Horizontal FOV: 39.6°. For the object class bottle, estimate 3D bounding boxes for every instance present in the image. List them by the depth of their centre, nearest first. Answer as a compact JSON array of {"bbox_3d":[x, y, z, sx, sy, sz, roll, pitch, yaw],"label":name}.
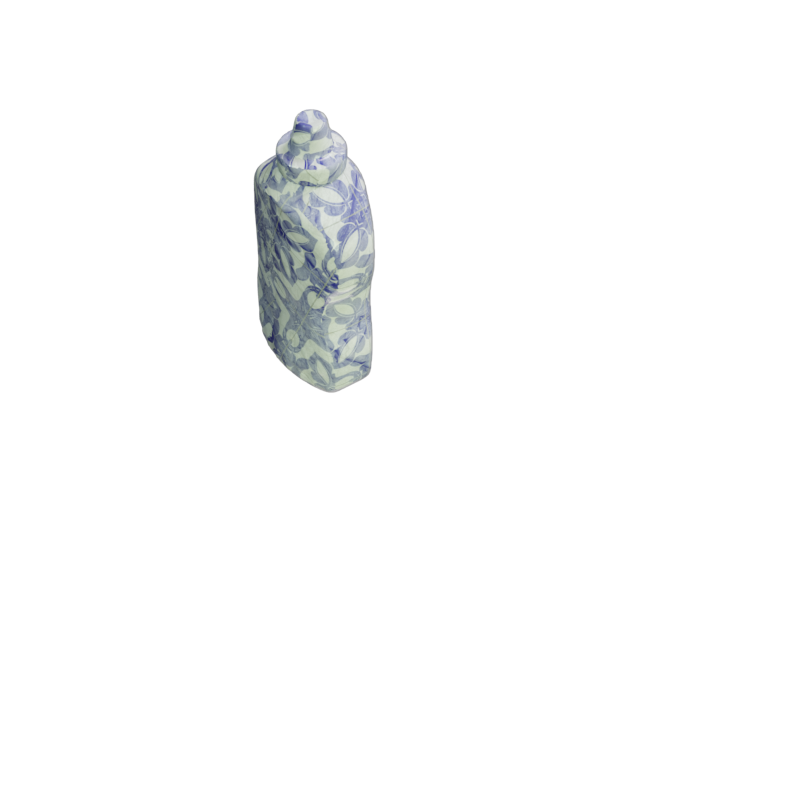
[{"bbox_3d":[-0.054,-0.097,0.680,0.058,0.179,0.103,-23,53,-23],"label":"bottle"}]
